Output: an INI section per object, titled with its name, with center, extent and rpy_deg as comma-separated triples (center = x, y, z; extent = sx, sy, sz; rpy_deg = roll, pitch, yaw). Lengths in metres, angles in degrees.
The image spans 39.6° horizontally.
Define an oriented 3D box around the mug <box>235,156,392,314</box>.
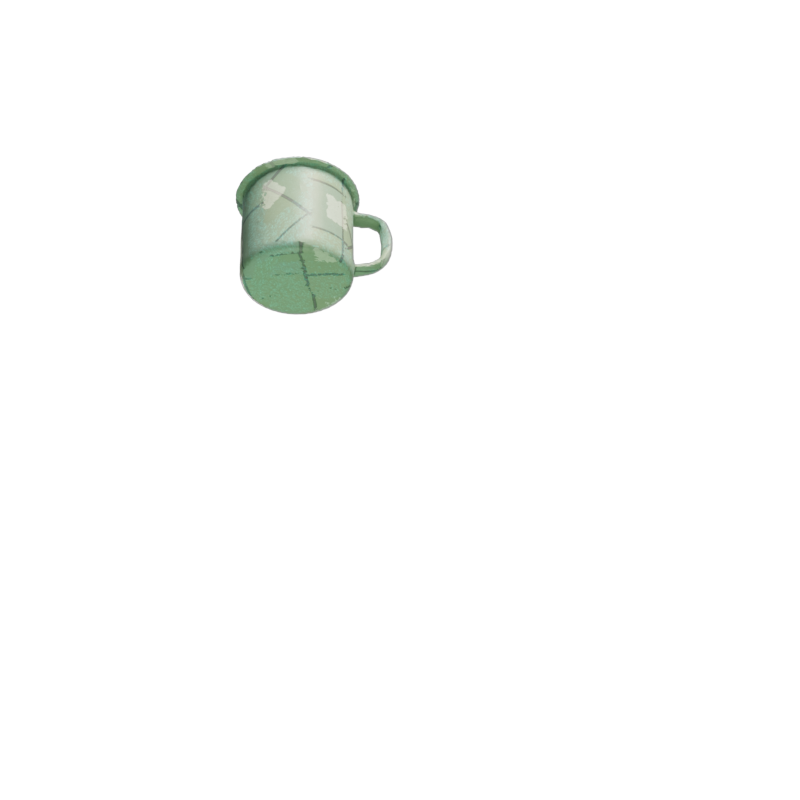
[mug]
center = -0.063, -0.116, 0.810
extent = 0.116, 0.087, 0.088
rpy_deg = 6, -37, -9
